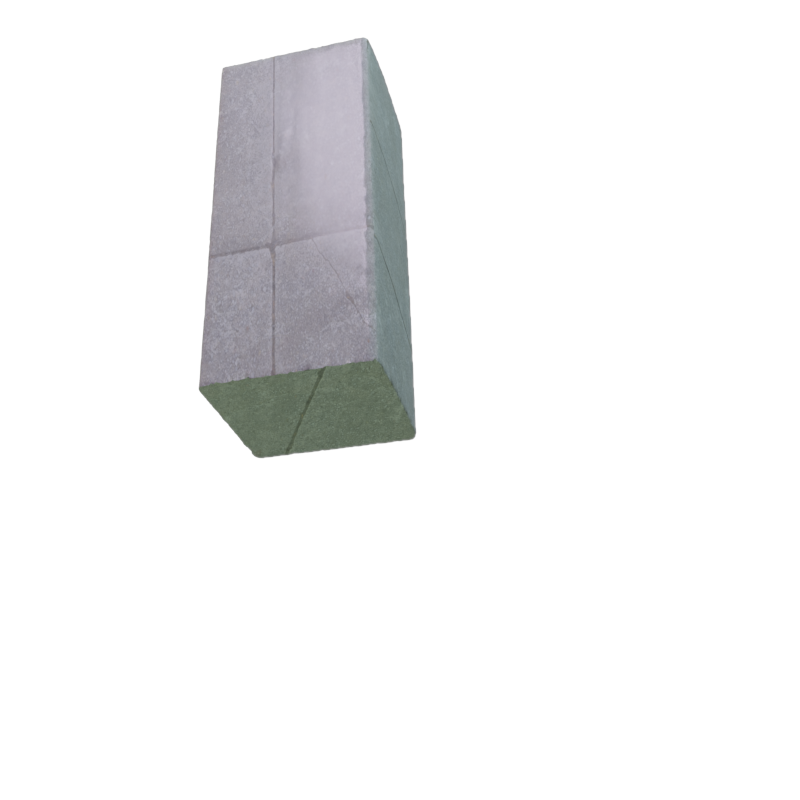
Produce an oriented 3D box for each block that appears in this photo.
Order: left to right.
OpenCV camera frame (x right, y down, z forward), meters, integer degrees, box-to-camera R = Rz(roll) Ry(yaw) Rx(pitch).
[{"bbox_3d":[-0.047,-0.086,0.604,0.092,0.220,0.083,-10,-33,11],"label":"block"}]
